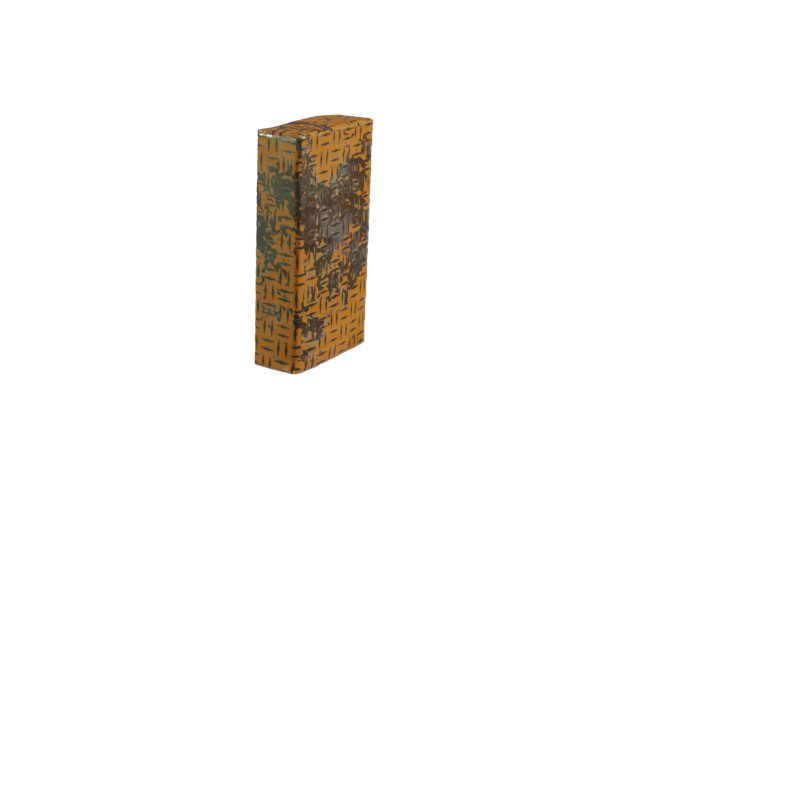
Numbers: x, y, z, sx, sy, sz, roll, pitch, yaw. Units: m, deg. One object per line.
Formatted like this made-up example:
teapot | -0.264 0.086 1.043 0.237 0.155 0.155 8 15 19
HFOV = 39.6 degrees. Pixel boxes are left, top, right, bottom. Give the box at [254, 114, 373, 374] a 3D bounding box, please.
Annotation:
box | -0.063 -0.115 0.808 0.050 0.170 0.092 11 19 31
